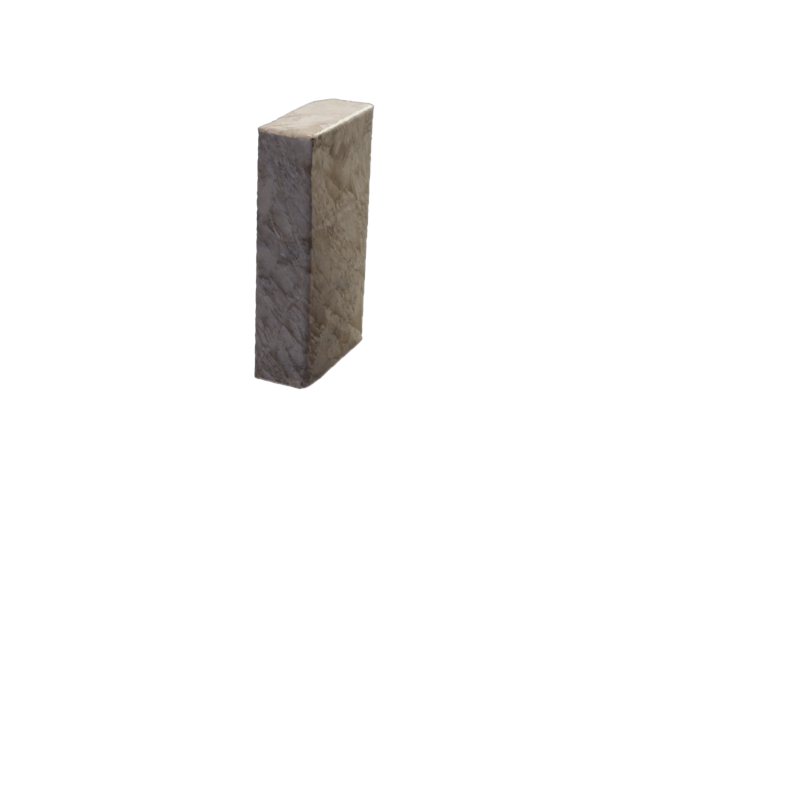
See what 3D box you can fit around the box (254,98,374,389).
[{"bbox_3d":[-0.058,-0.105,0.738,0.050,0.168,0.094,11,24,22],"label":"box"}]
